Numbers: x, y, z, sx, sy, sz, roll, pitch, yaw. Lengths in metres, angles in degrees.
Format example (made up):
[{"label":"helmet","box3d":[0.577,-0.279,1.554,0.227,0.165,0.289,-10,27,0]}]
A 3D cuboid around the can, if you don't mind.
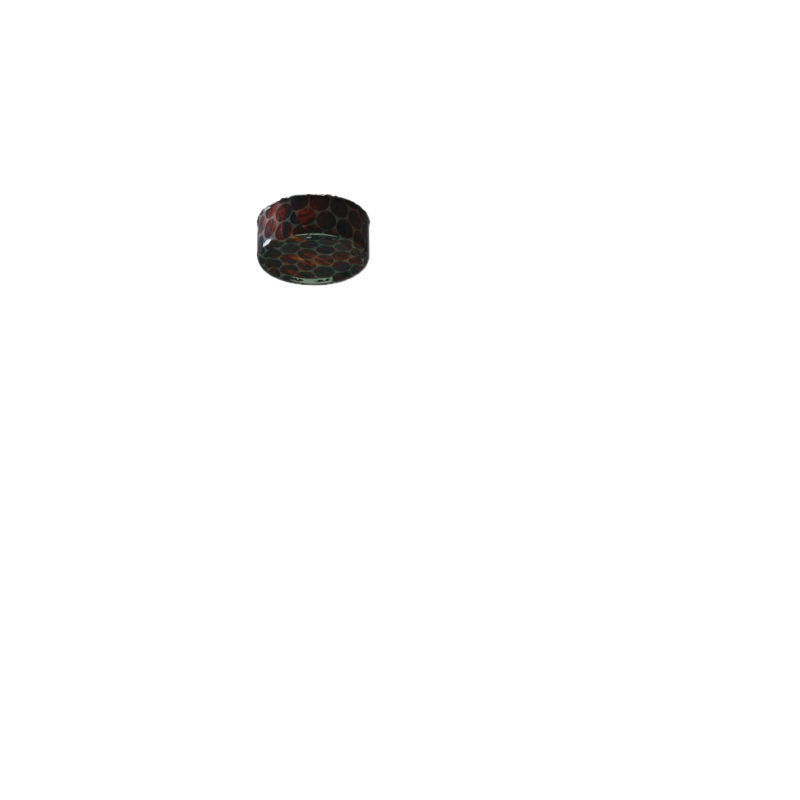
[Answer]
[{"label":"can","box3d":[-0.065,-0.119,0.832,0.086,0.035,0.081,1,-23,-2]}]
